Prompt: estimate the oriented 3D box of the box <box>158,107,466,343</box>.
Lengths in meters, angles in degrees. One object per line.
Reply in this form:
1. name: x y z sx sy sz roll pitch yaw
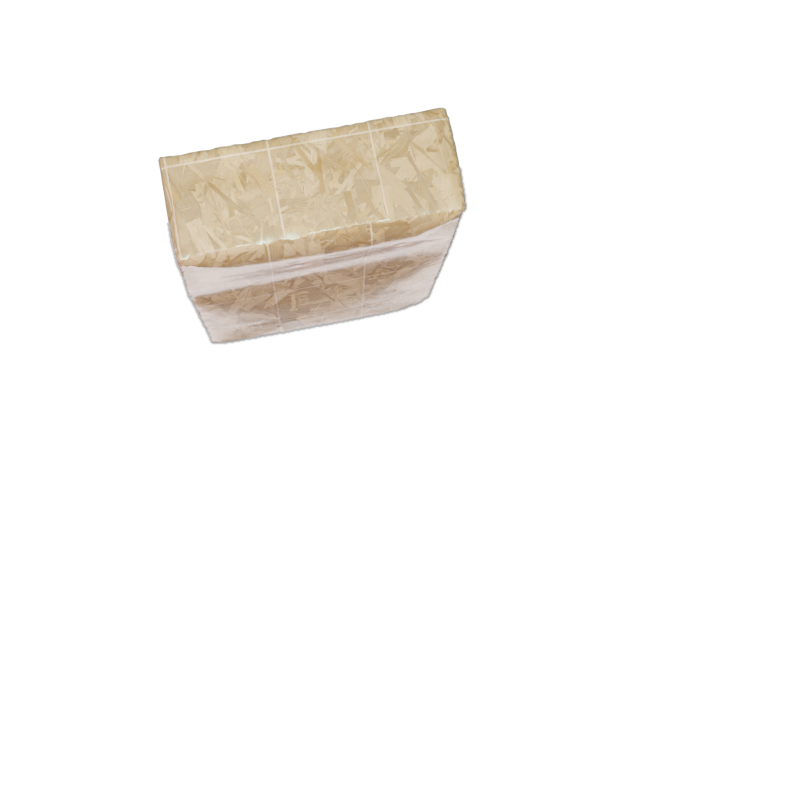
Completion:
1. box: -0.055 -0.100 0.702 0.163 0.074 0.208 -11 -8 -5
